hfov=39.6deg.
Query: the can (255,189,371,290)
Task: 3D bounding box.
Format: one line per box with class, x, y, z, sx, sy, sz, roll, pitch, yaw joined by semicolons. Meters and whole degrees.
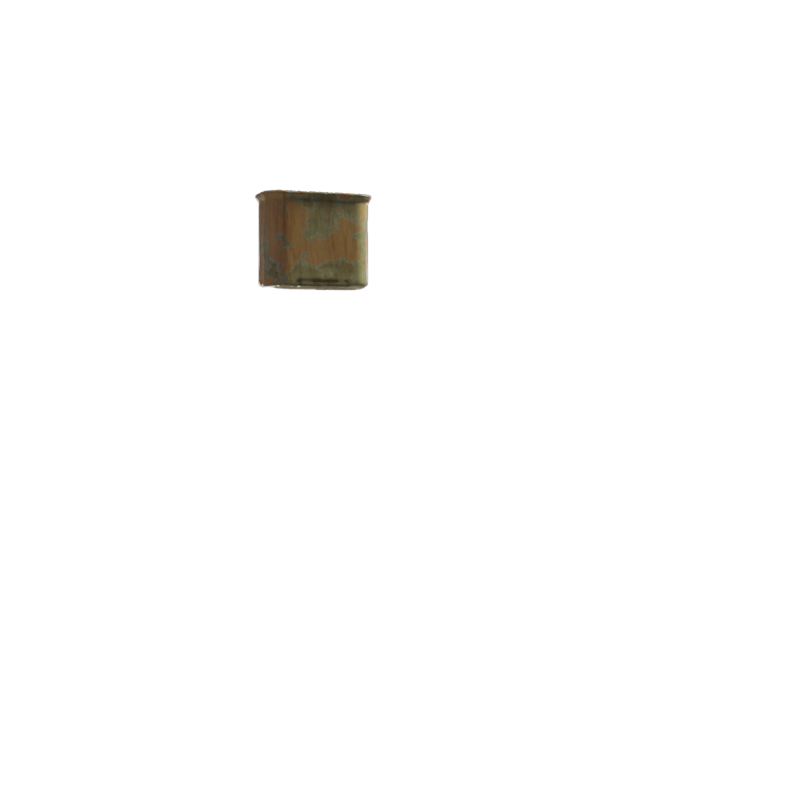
can;-0.078;-0.142;0.991;0.099;0.085;0.058;0;-3;-20
